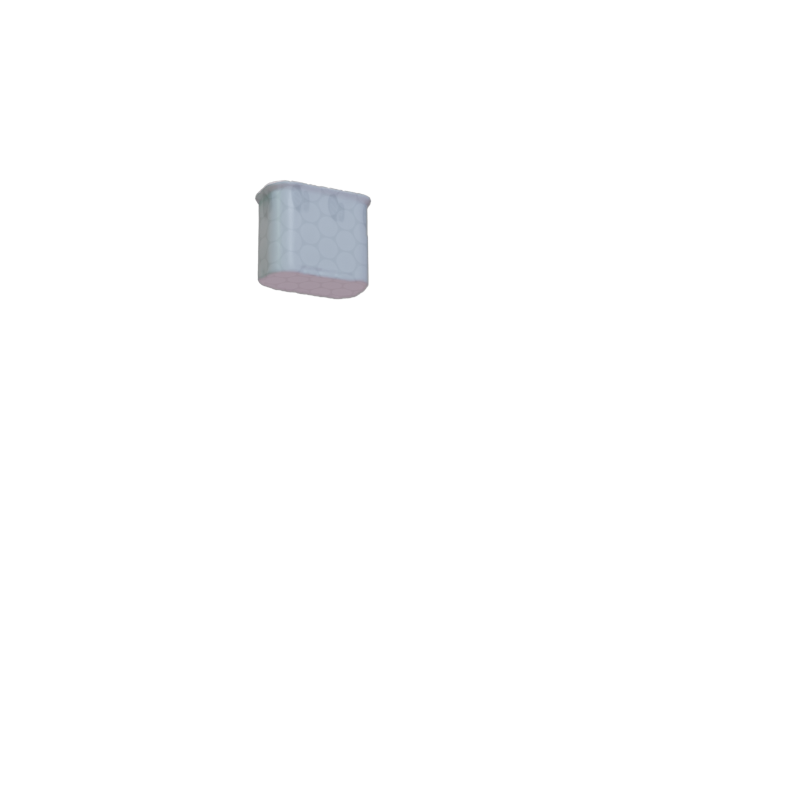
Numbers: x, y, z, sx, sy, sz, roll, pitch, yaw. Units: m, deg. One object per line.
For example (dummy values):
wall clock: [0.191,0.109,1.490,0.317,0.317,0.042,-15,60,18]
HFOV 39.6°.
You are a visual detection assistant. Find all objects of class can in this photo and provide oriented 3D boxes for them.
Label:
can: [-0.077,-0.140,0.979,0.098,0.088,0.057,7,-20,-26]
